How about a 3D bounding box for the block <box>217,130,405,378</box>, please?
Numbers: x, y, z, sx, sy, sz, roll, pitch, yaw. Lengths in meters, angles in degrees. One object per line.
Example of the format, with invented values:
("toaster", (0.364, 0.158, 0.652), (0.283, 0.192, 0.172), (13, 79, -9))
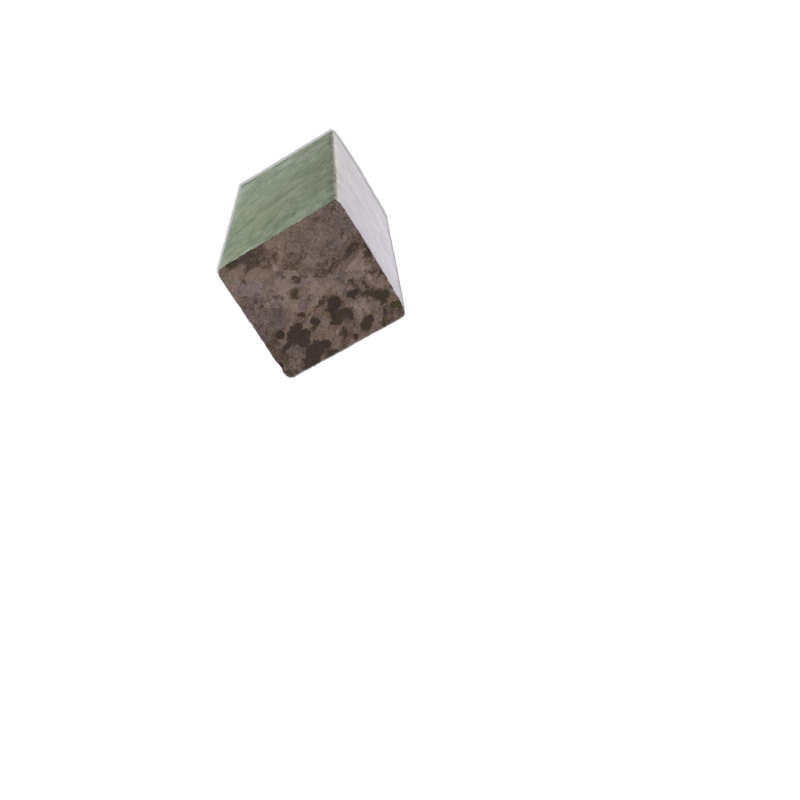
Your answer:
("block", (-0.061, -0.112, 0.788), (0.091, 0.086, 0.217), (-29, 22, 9))
